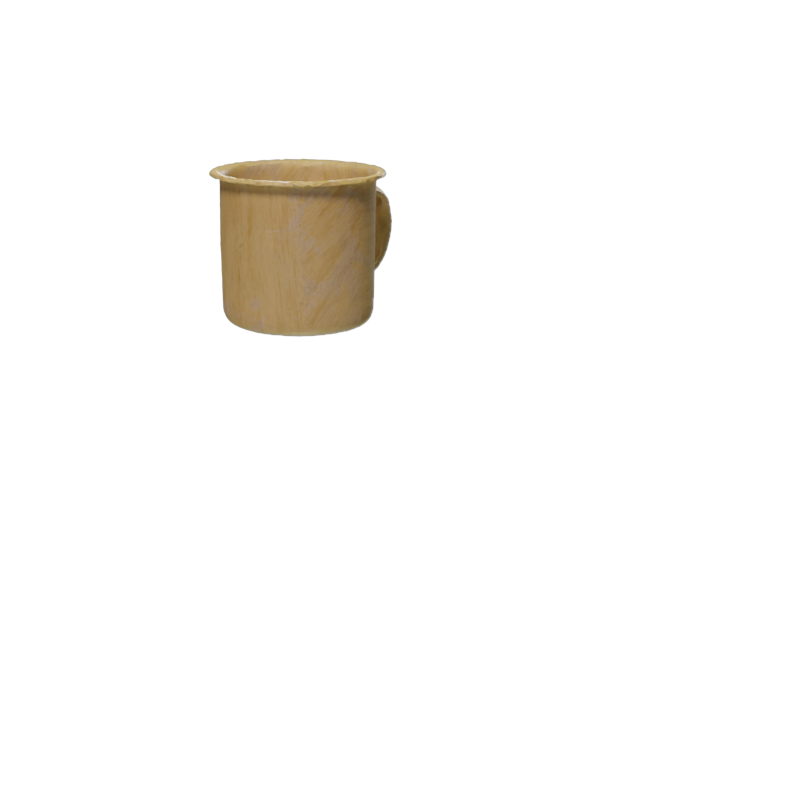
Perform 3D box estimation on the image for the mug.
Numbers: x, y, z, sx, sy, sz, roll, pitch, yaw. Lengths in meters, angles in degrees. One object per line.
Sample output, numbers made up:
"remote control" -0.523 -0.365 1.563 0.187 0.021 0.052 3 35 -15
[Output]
"mug" -0.047 -0.086 0.600 0.098 0.079 0.115 13 21 38
